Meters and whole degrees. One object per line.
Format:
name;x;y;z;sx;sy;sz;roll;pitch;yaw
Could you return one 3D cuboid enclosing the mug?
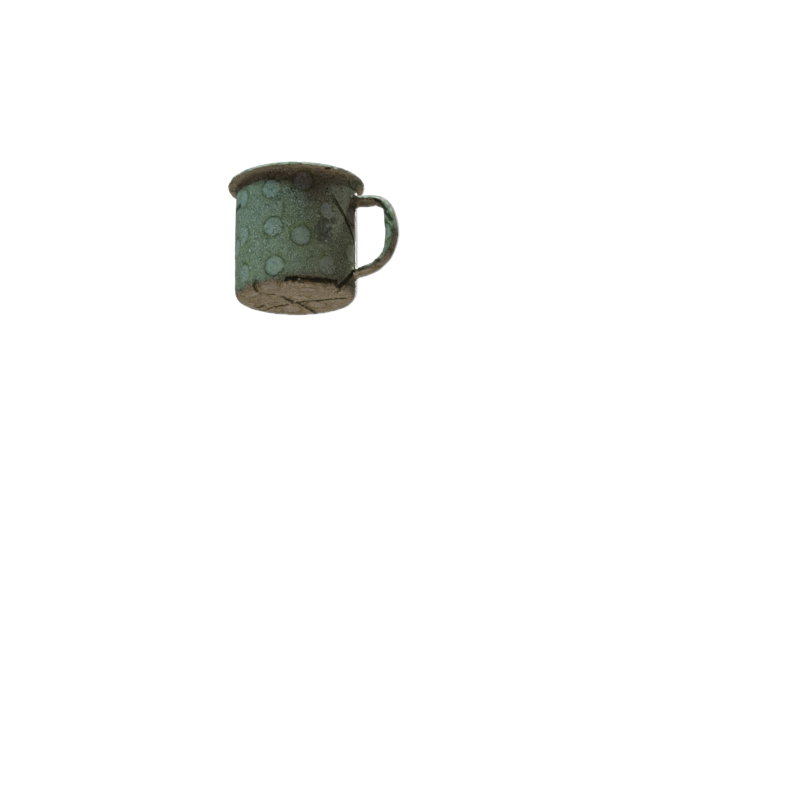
mug;-0.058;-0.106;0.740;0.119;0.085;0.088;-4;-14;13
